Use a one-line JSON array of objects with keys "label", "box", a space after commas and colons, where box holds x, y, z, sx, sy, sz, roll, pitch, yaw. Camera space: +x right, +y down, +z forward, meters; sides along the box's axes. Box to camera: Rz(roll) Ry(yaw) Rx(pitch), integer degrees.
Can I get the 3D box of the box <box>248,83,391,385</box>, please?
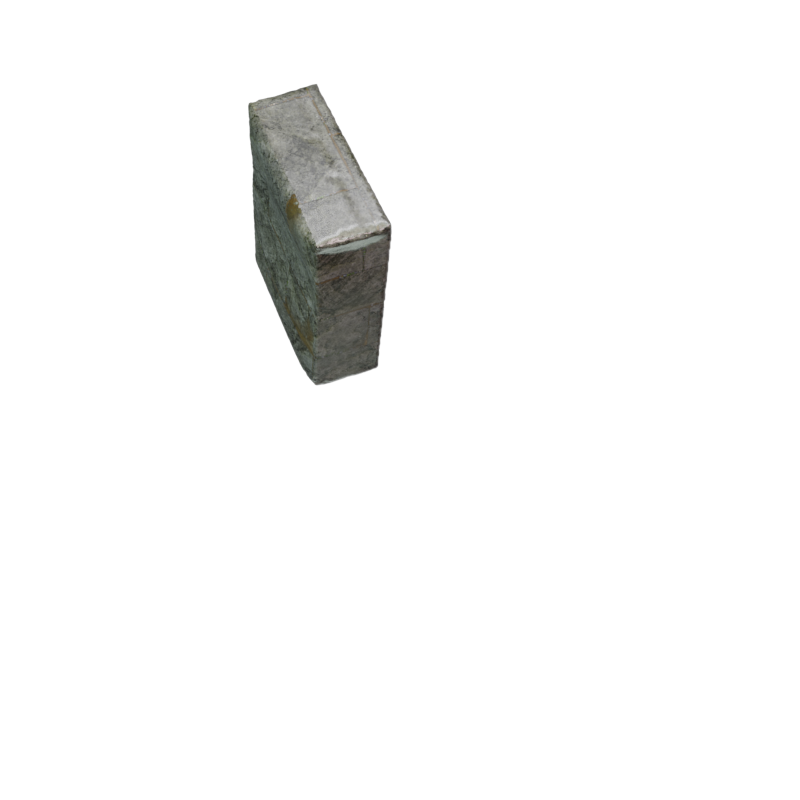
[{"label": "box", "box": [-0.075, -0.137, 0.958, 0.071, 0.176, 0.200, -17, -30, -14]}]
